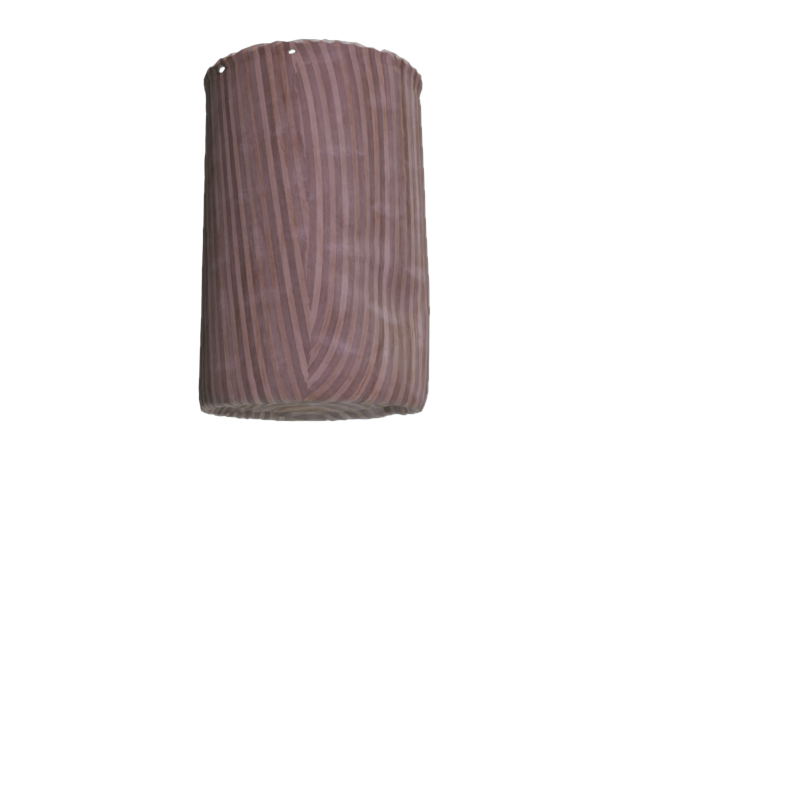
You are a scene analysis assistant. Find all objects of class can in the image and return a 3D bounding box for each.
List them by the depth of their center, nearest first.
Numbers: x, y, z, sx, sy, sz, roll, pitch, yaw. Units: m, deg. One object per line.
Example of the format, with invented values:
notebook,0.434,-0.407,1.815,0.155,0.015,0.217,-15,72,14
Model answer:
can,-0.026,-0.048,0.333,0.068,0.105,0.067,0,-11,-2
